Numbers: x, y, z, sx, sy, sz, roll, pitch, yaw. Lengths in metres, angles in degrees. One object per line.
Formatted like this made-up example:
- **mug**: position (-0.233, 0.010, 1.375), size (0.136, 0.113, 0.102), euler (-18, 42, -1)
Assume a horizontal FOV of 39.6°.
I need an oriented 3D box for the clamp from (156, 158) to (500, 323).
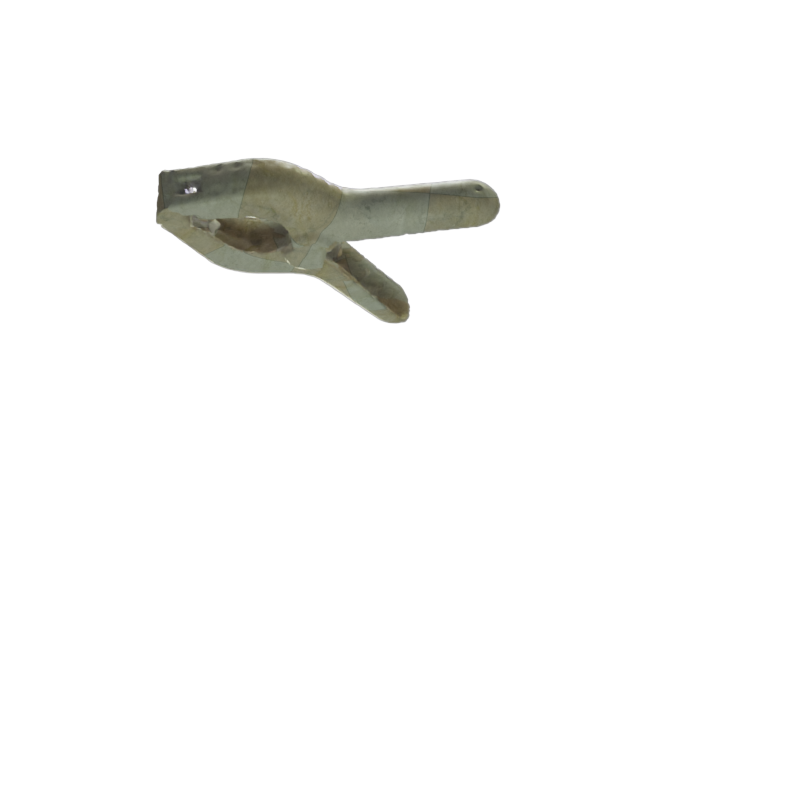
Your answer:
- **clamp**: position (-0.046, -0.084, 0.588), size (0.168, 0.042, 0.114), euler (8, -38, -11)
